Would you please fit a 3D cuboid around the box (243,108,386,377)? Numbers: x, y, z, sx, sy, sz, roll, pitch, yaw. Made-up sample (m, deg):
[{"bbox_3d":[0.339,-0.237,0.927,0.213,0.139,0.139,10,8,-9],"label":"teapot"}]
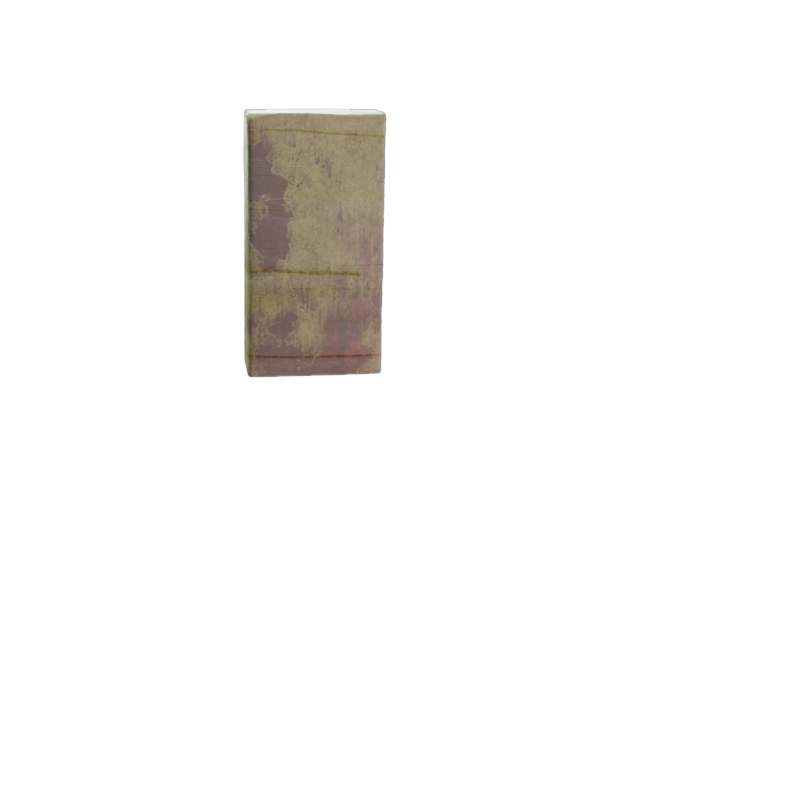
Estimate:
[{"bbox_3d":[-0.058,-0.106,0.743,0.092,0.171,0.050,-1,14,-8],"label":"box"}]
